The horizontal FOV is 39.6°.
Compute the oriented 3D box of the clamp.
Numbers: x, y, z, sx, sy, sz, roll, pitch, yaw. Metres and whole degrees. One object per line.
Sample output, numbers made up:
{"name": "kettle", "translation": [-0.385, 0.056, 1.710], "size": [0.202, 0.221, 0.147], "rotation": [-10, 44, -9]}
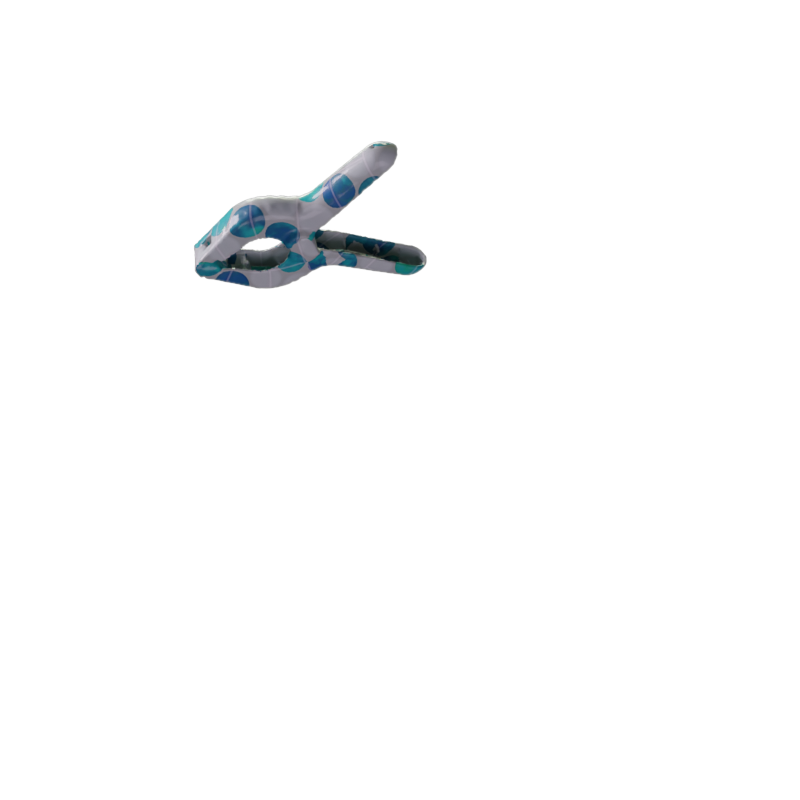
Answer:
{"name": "clamp", "translation": [-0.064, -0.117, 0.817], "size": [0.172, 0.111, 0.042], "rotation": [-18, 37, 14]}
